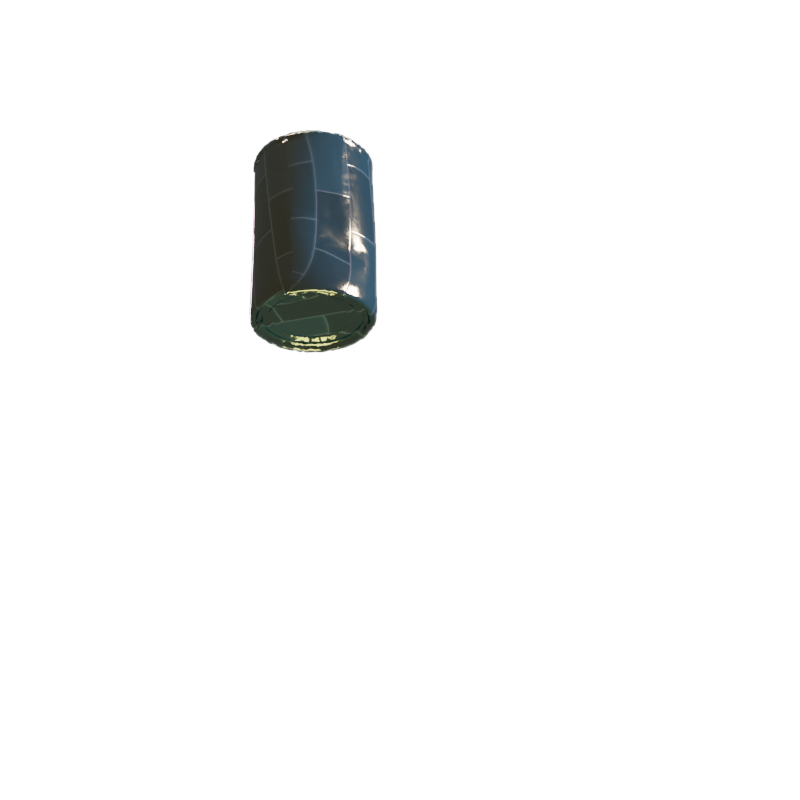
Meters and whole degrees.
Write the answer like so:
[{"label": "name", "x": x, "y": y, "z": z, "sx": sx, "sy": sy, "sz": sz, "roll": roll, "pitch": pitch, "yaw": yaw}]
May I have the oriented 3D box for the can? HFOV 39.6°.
[{"label": "can", "x": -0.047, "y": -0.086, "z": 0.603, "sx": 0.068, "sy": 0.109, "sz": 0.064, "roll": -1, "pitch": -31, "yaw": -2}]
